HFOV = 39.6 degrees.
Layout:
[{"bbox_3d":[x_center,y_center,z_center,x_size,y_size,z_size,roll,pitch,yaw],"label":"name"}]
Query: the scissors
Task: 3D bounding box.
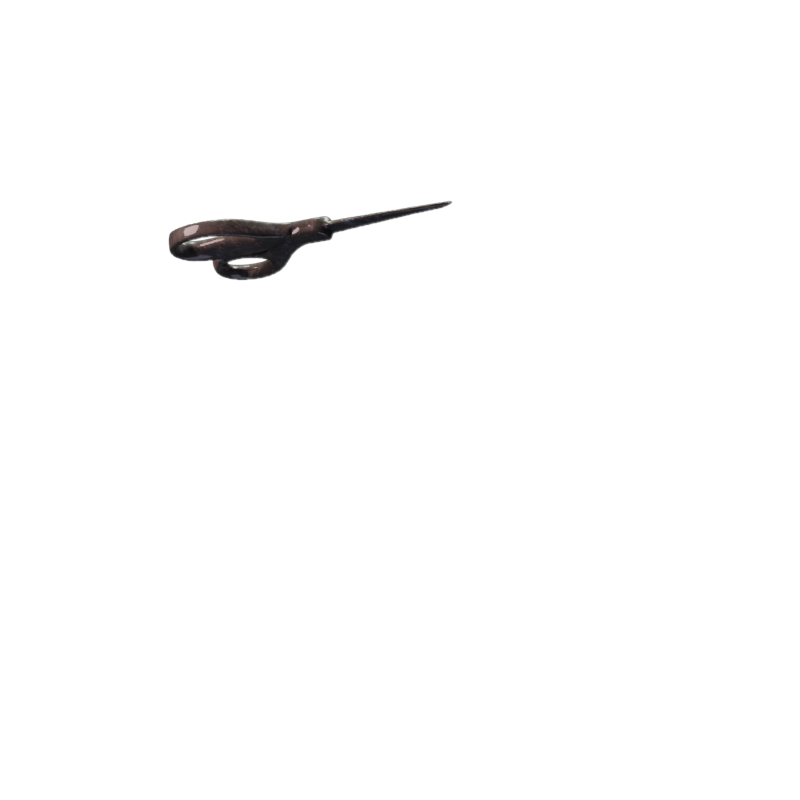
[{"bbox_3d":[-0.061,-0.111,0.779,0.204,0.016,0.091,-3,-16,10],"label":"scissors"}]
